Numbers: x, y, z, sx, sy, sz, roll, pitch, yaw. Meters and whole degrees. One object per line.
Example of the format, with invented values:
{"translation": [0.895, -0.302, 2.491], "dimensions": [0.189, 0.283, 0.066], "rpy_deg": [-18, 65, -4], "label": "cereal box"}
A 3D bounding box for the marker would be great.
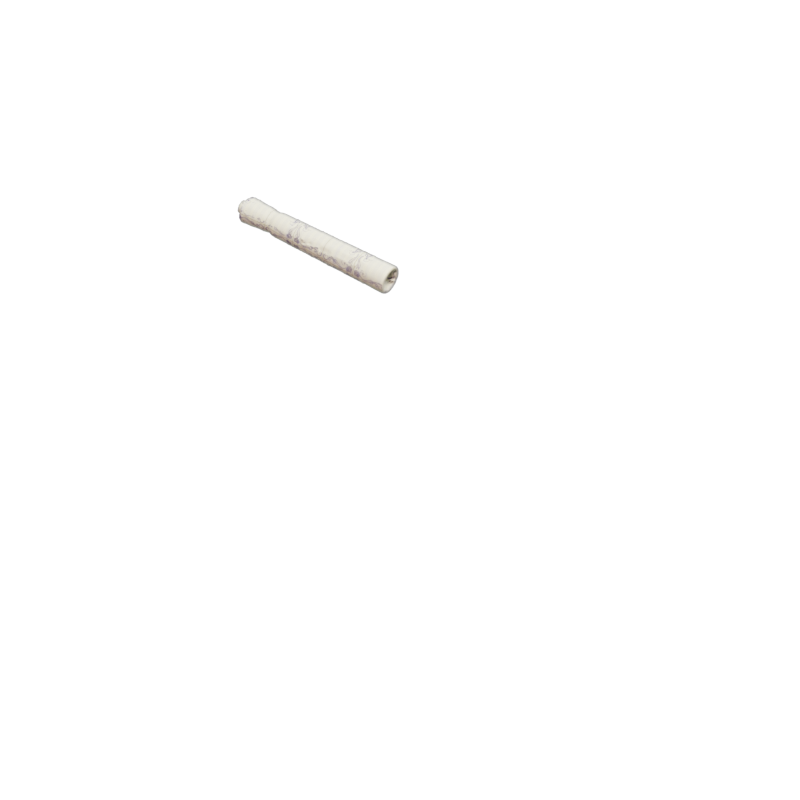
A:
{"translation": [-0.056, -0.101, 0.709], "dimensions": [0.128, 0.019, 0.019], "rpy_deg": [29, 17, 27], "label": "marker"}
